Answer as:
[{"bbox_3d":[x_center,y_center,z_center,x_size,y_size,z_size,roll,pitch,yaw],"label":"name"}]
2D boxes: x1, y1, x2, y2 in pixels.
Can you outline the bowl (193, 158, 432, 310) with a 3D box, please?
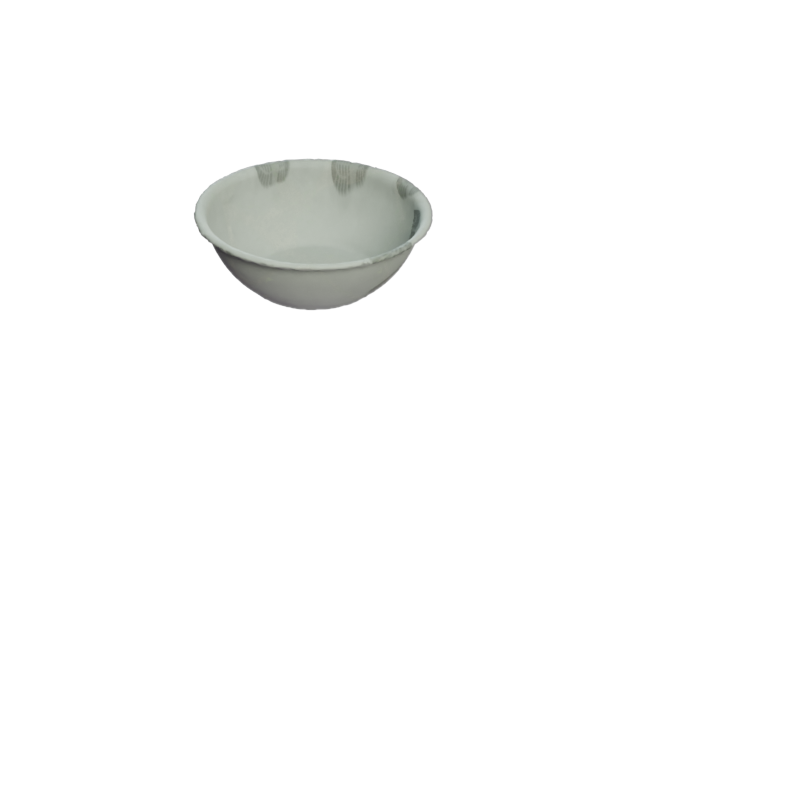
[{"bbox_3d":[-0.060,-0.109,0.761,0.162,0.052,0.173,-1,34,-2],"label":"bowl"}]
